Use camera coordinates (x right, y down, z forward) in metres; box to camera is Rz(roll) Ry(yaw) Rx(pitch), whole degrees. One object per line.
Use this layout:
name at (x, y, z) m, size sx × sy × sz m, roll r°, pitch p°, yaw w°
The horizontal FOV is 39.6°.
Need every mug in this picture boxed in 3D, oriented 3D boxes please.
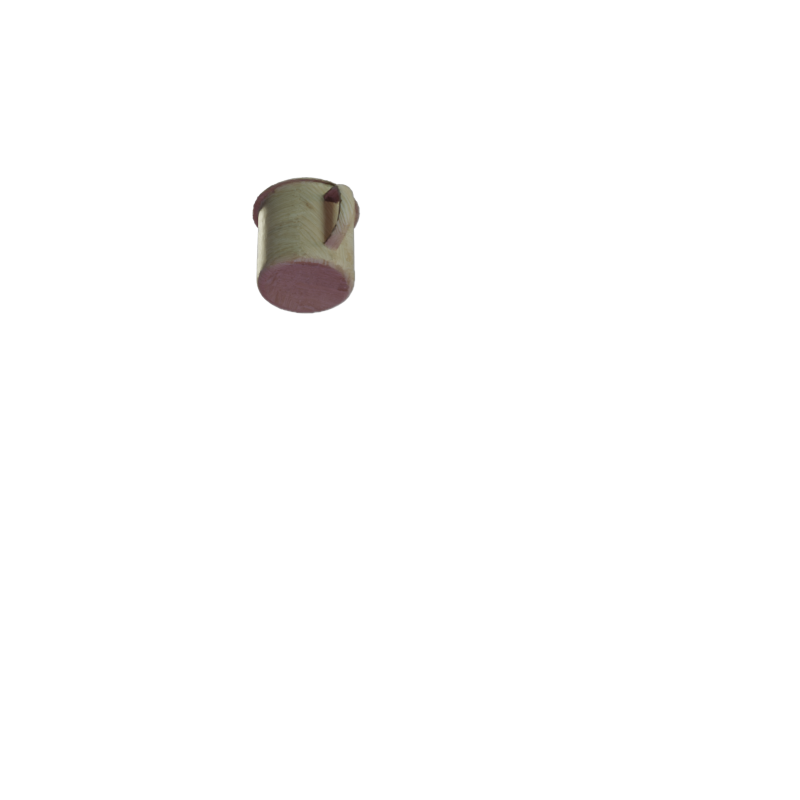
mug at (-0.072, -0.132, 0.925) m, size 0.089 × 0.087 × 0.115 m, roll 21°, pitch -40°, yaw -29°
